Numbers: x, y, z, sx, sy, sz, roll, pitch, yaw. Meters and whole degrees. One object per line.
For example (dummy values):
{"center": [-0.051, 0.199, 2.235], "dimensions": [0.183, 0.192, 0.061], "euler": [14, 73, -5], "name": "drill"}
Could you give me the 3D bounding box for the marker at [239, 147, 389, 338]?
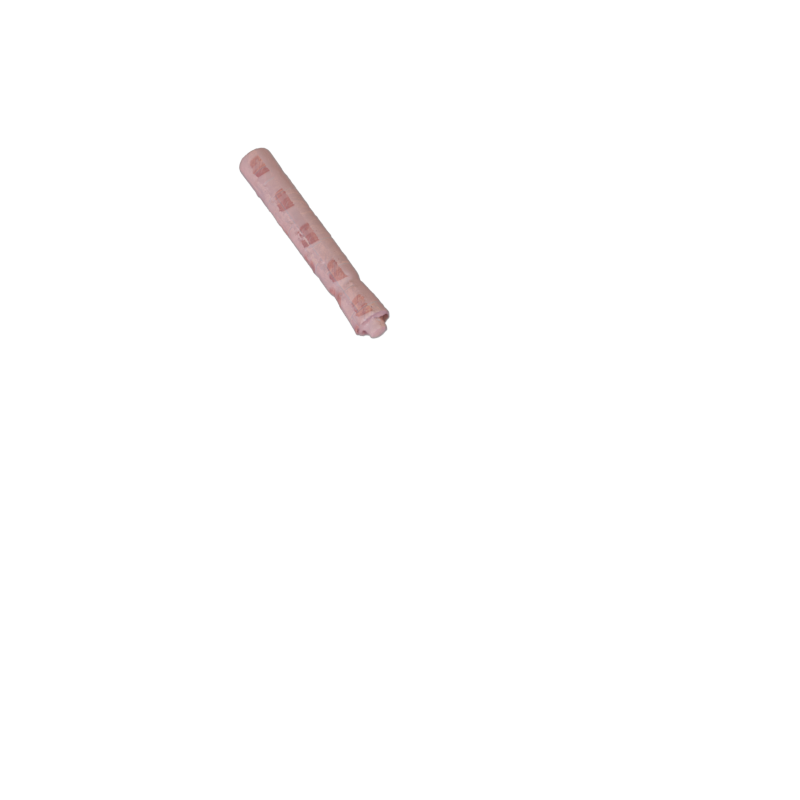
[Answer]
{"center": [-0.043, -0.078, 0.548], "dimensions": [0.020, 0.129, 0.018], "euler": [-26, -29, -17], "name": "marker"}
